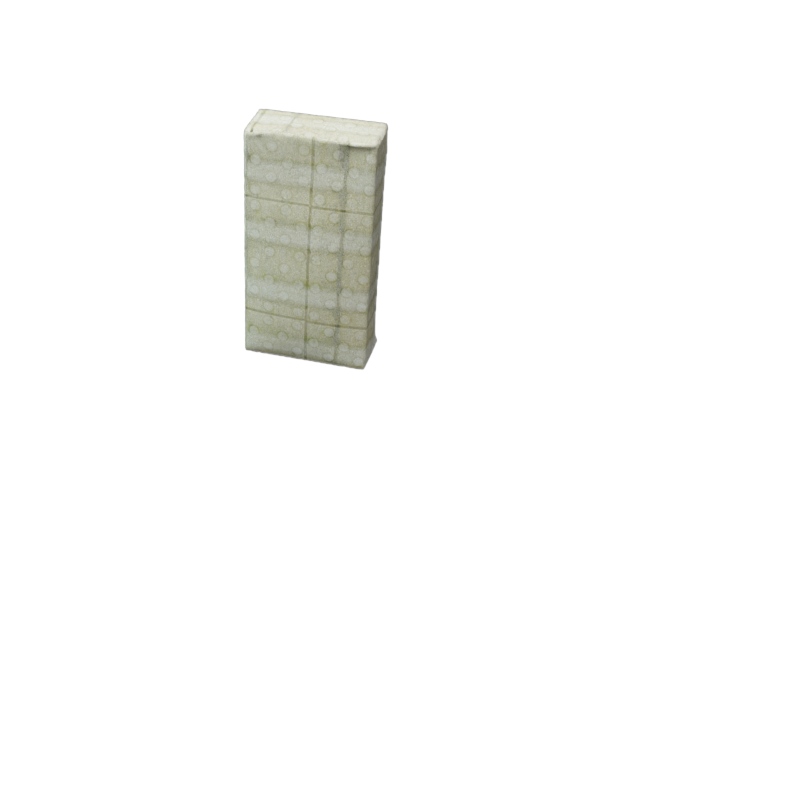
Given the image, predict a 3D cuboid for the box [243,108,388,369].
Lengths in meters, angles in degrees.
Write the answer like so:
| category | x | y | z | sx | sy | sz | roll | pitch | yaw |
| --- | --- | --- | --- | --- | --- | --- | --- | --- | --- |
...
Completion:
| category | x | y | z | sx | sy | sz | roll | pitch | yaw |
| --- | --- | --- | --- | --- | --- | --- | --- | --- | --- |
| box | -0.061 | -0.110 | 0.773 | 0.095 | 0.165 | 0.050 | 9 | 34 | 11 |
